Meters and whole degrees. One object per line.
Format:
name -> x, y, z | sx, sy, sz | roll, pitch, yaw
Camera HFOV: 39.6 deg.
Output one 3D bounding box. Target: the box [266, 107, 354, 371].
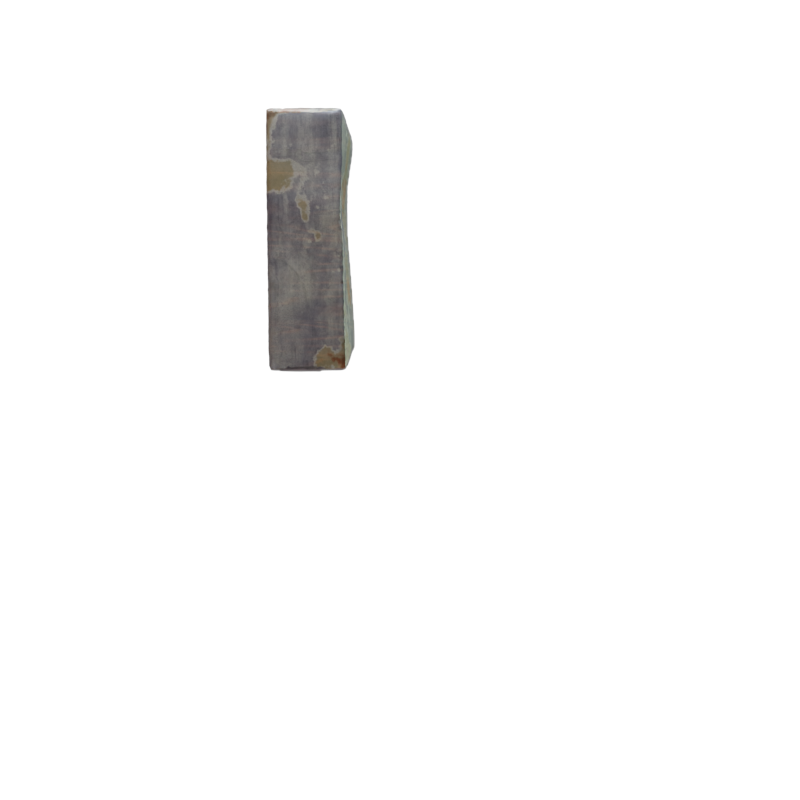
box -> -0.076, -0.139, 0.973 | 0.072, 0.214, 0.164 | 0, 2, -1
